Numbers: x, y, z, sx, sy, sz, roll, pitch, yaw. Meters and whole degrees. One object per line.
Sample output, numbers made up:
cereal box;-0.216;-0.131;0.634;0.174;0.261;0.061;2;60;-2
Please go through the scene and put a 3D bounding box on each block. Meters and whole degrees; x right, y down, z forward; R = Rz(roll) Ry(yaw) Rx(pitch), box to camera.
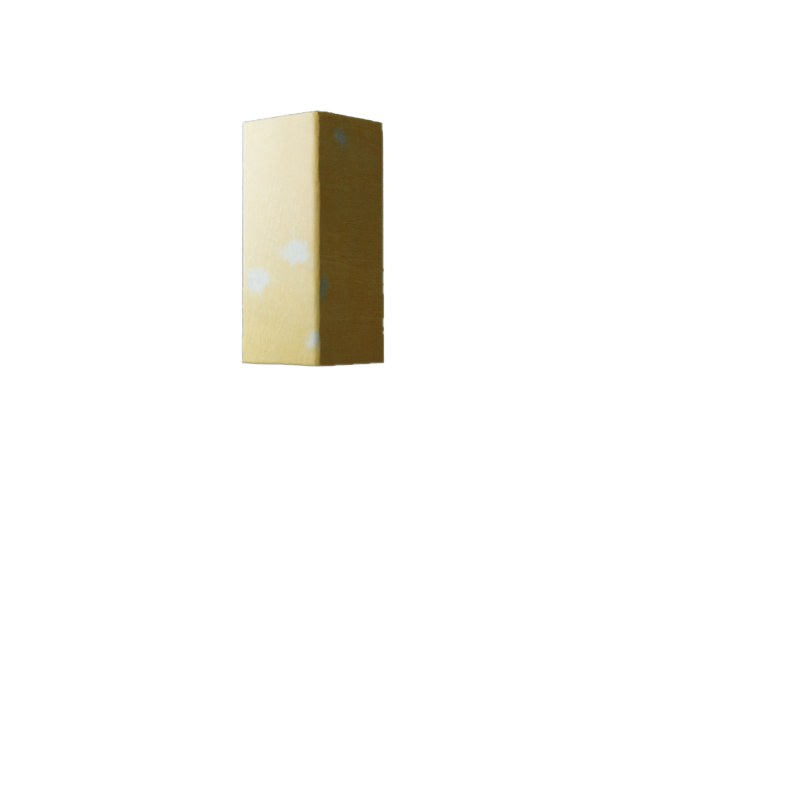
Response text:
block;-0.074;-0.135;0.944;0.093;0.208;0.087;-2;-3;39
